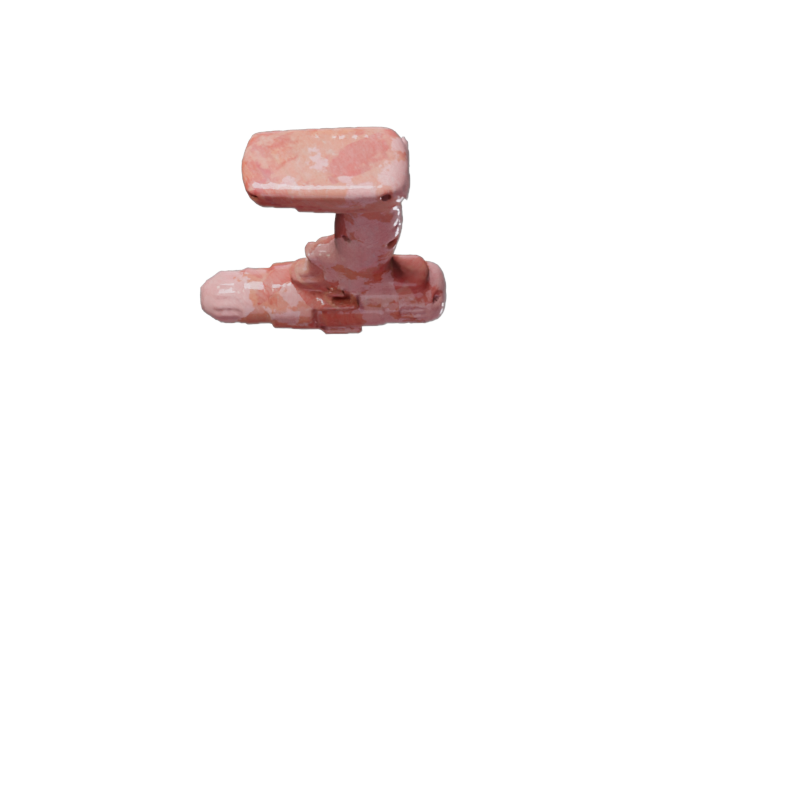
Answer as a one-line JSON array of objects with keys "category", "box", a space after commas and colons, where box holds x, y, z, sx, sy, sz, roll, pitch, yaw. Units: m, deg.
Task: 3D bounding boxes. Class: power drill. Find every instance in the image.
[{"category": "power drill", "box": [-0.060, -0.110, 0.773, 0.185, 0.061, 0.175, -2, -28, 3]}]
